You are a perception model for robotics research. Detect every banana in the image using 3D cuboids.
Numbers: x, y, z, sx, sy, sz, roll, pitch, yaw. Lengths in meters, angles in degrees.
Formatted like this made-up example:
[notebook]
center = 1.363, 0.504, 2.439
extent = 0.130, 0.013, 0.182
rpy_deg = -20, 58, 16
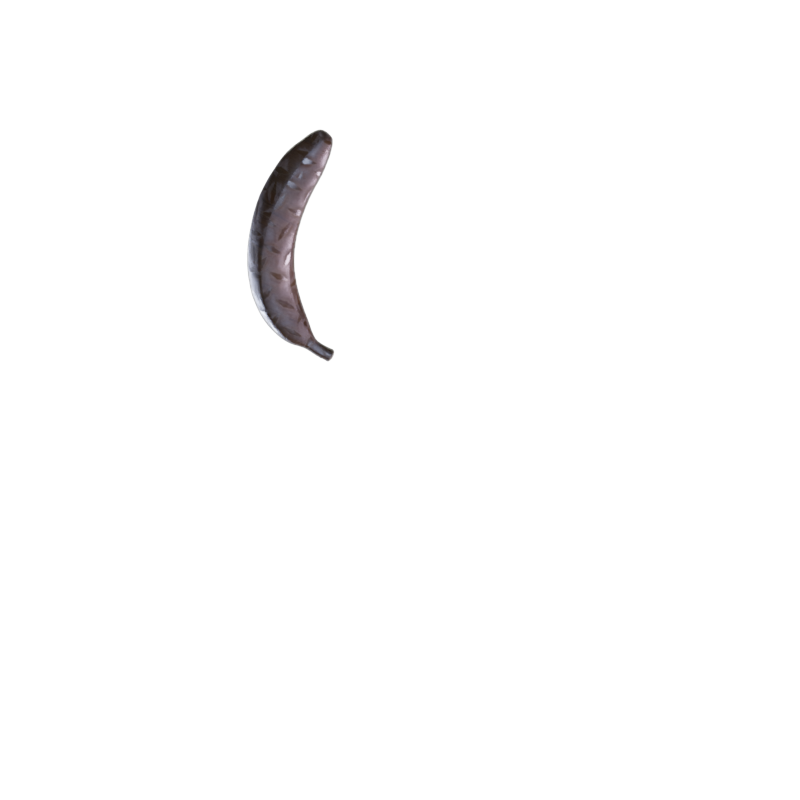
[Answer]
[banana]
center = -0.087, -0.122, 0.882
extent = 0.069, 0.187, 0.039
rpy_deg = 0, 28, -1
